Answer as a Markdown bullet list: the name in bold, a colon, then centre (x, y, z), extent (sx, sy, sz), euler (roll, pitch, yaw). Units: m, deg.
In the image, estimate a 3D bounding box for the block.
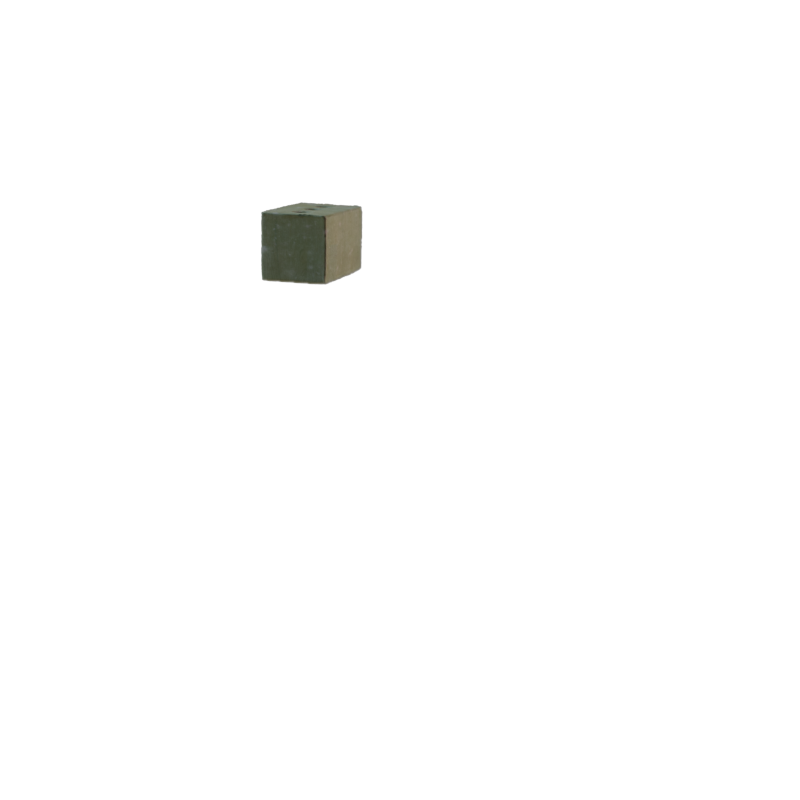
- **block**: centre (-0.065, -0.119, 0.831), extent (0.054, 0.050, 0.078), euler (4, 14, 18)
